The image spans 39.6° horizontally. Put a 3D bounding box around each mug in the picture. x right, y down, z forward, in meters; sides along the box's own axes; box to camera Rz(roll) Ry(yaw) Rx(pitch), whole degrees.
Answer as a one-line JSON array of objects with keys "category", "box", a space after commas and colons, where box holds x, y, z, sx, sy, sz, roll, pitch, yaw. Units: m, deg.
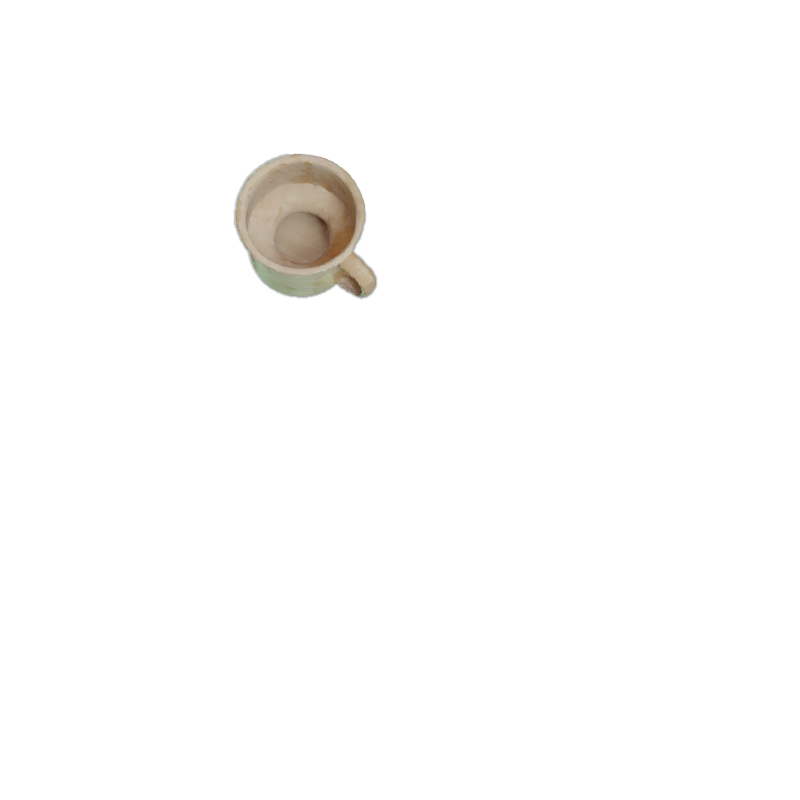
[{"category": "mug", "box": [-0.065, -0.118, 0.826, 0.120, 0.094, 0.078, 38, -14, 9]}]
